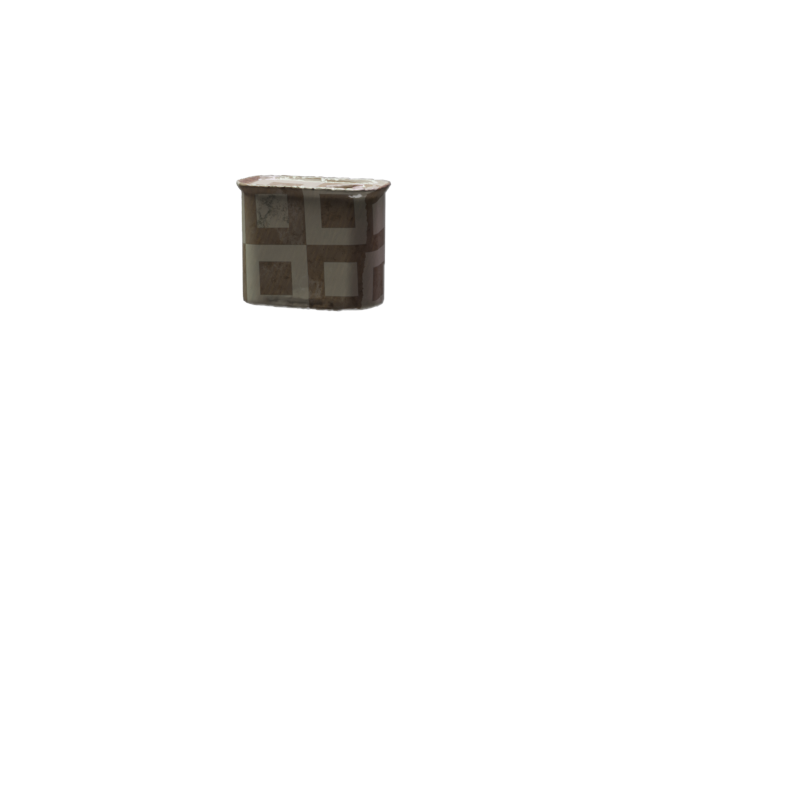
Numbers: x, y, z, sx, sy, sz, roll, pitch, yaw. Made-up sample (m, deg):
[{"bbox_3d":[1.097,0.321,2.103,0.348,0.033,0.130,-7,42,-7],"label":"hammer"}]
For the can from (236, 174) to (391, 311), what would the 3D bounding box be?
[{"bbox_3d":[-0.059,-0.108,0.755,0.105,0.082,0.058,5,13,17],"label":"can"}]
